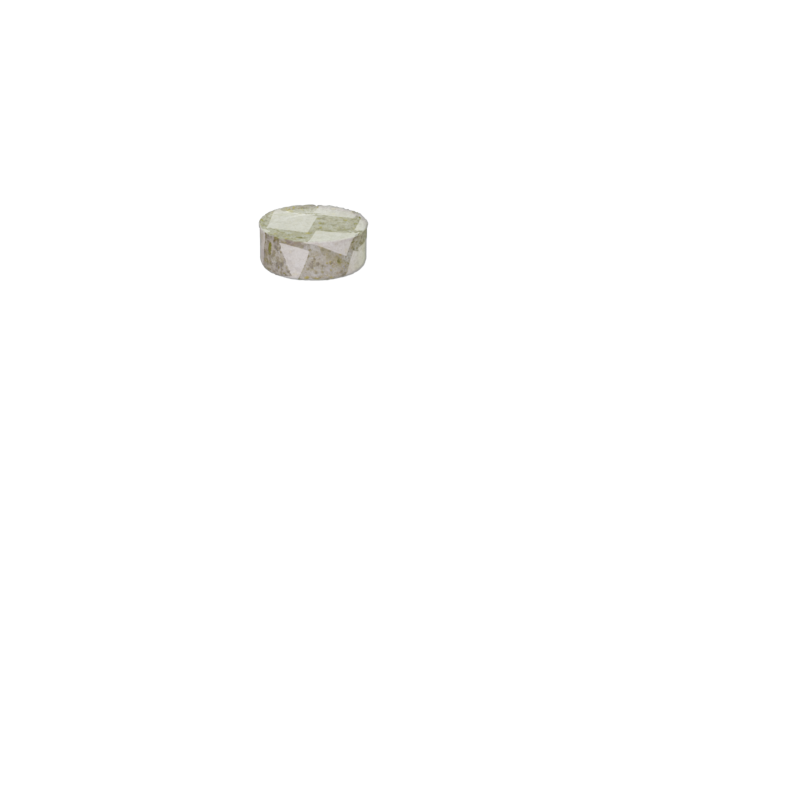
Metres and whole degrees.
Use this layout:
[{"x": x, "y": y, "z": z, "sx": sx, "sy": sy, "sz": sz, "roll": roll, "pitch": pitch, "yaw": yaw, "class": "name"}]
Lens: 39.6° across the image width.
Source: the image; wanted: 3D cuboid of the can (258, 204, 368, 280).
[{"x": -0.068, "y": -0.125, "z": 0.874, "sx": 0.086, "sy": 0.032, "sz": 0.091, "roll": -1, "pitch": 27, "yaw": -2, "class": "can"}]
